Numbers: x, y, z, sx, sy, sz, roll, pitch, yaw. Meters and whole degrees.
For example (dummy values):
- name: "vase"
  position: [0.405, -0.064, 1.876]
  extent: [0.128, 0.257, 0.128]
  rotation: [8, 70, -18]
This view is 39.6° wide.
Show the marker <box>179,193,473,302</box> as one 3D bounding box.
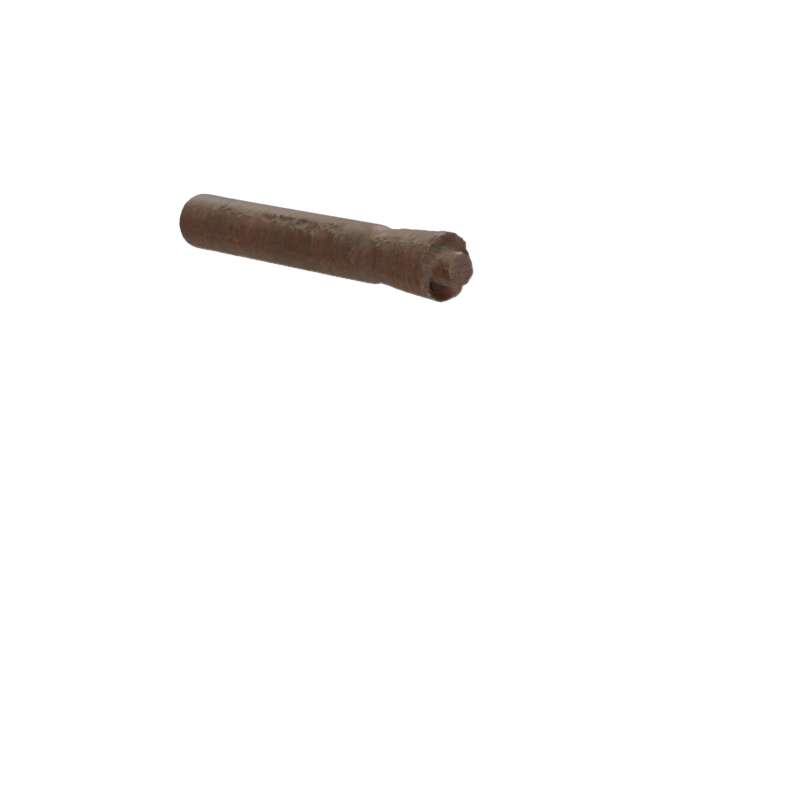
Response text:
- name: "marker"
  position: [-0.026, -0.047, 0.331]
  extent: [0.019, 0.019, 0.128]
  rotation: [-3, 15, -41]
